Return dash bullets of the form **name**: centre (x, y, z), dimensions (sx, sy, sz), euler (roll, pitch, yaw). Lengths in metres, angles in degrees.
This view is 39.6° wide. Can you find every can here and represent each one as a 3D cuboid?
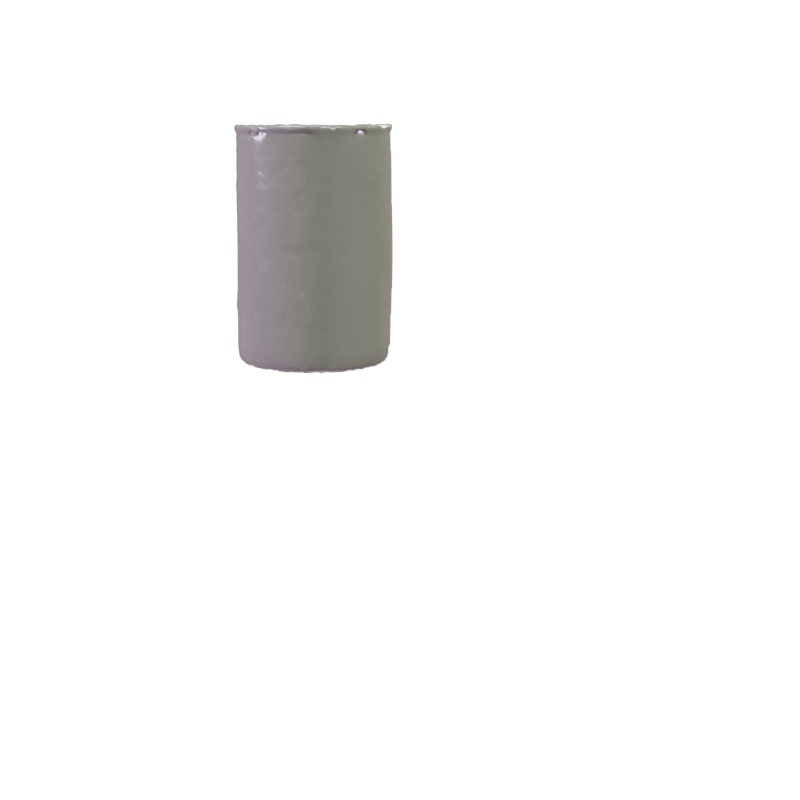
- **can**: centre (-0.038, -0.069, 0.482), dimensions (0.068, 0.100, 0.070), euler (0, 9, -2)
